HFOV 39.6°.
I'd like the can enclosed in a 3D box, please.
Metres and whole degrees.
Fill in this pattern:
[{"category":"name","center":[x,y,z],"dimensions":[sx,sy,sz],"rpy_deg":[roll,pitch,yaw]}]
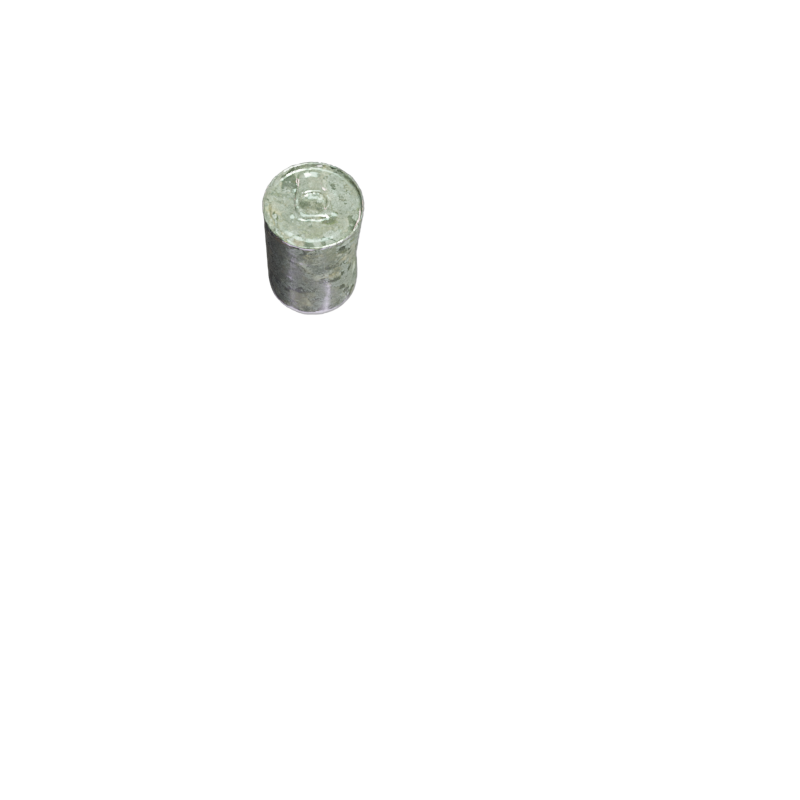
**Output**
[{"category":"can","center":[-0.061,-0.111,0.778],"dimensions":[0.068,0.073,0.097],"rpy_deg":[0,-25,-3]}]
